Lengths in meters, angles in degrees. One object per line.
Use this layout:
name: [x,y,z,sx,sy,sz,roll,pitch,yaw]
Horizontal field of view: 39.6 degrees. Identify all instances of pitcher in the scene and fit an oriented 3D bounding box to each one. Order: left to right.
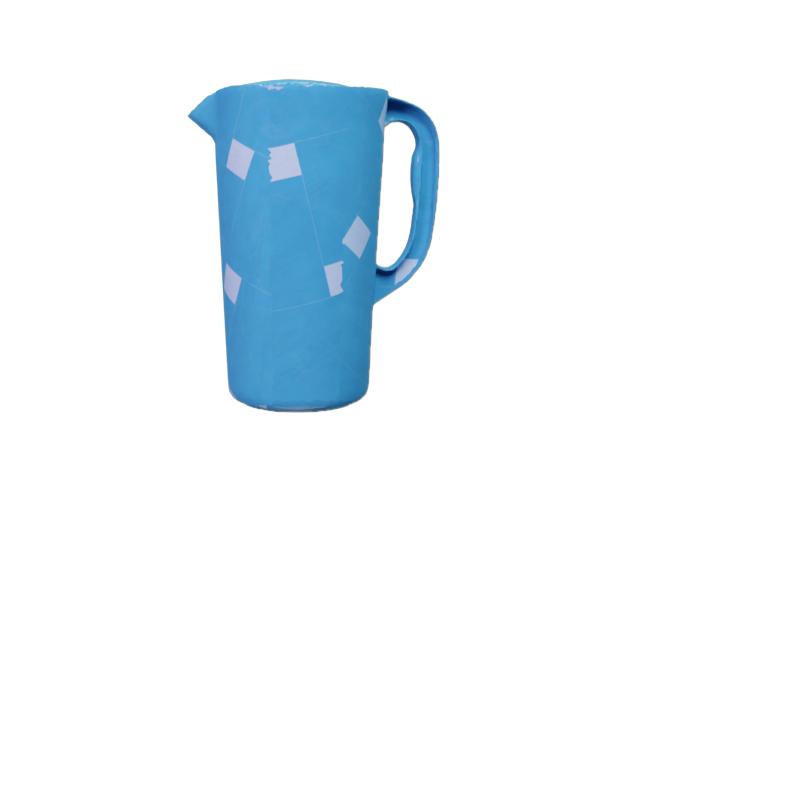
pitcher: [-0.066,-0.120,0.841,0.156,0.240,0.141,6,9,36]
